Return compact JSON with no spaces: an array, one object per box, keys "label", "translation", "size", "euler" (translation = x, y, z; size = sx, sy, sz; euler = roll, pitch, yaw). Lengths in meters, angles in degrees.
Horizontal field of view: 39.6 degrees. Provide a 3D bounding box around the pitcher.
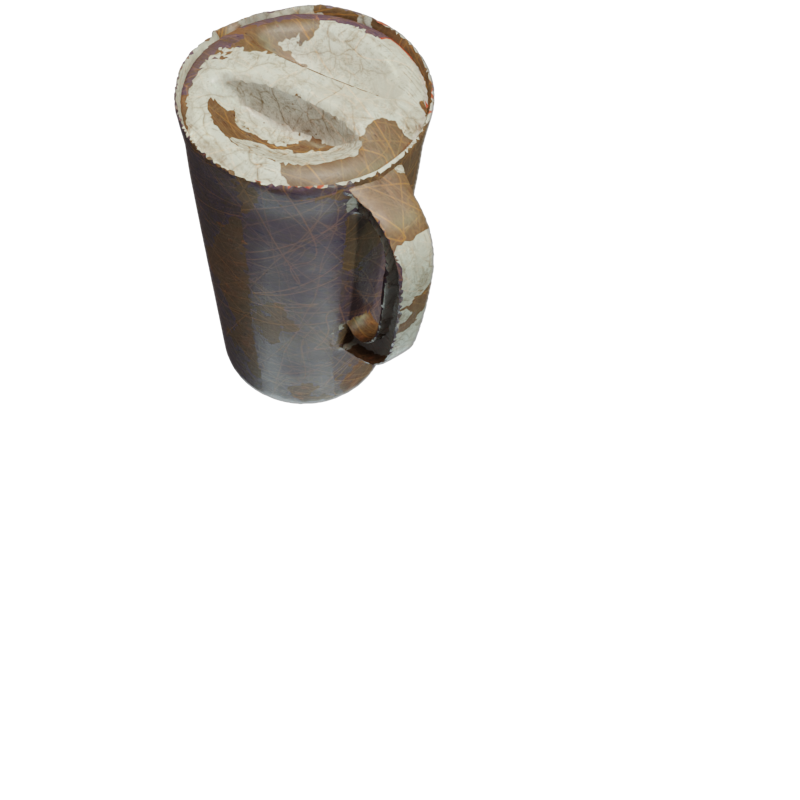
[{"label":"pitcher","translation":[-0.051,-0.093,0.649],"size":[0.146,0.158,0.227],"euler":[10,-33,3]}]
